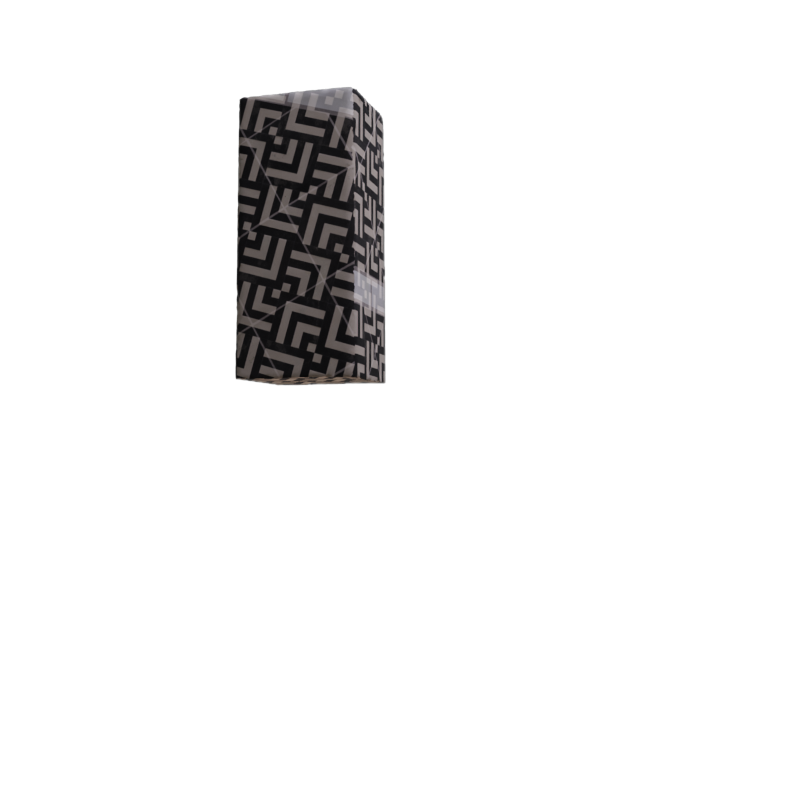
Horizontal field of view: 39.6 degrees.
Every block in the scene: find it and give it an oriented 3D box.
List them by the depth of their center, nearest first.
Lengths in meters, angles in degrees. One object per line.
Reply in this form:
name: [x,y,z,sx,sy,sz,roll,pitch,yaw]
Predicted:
block: [-0.064,-0.117,0.822,0.092,0.211,0.087,-3,-9,16]
